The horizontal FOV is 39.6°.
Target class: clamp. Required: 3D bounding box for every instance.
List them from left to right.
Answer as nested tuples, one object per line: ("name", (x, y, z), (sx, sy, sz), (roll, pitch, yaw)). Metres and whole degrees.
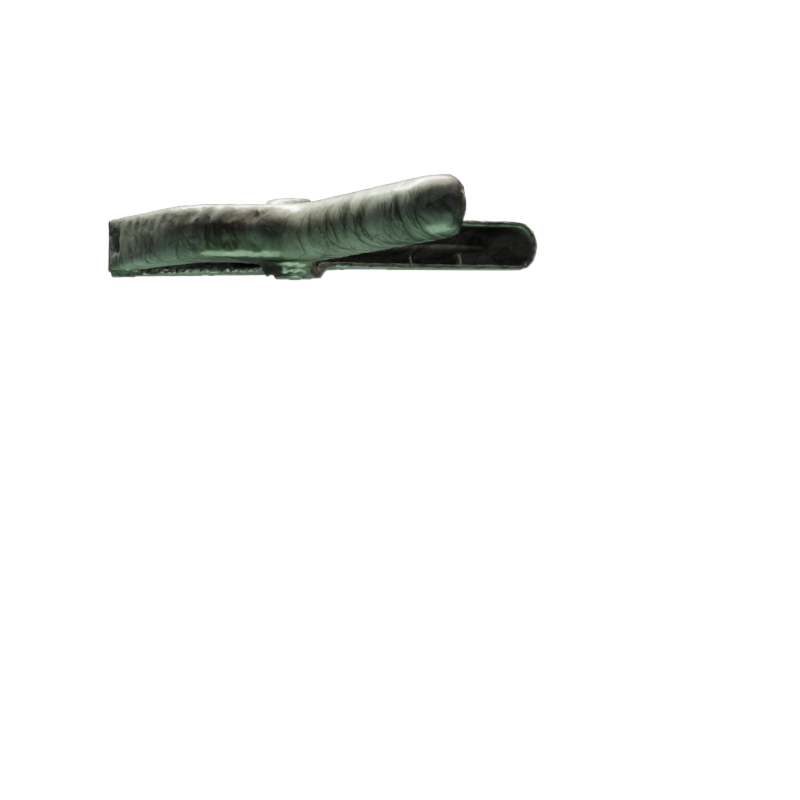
("clamp", (-0.042, -0.076, 0.533), (0.216, 0.037, 0.158), (0, 0, 26))
